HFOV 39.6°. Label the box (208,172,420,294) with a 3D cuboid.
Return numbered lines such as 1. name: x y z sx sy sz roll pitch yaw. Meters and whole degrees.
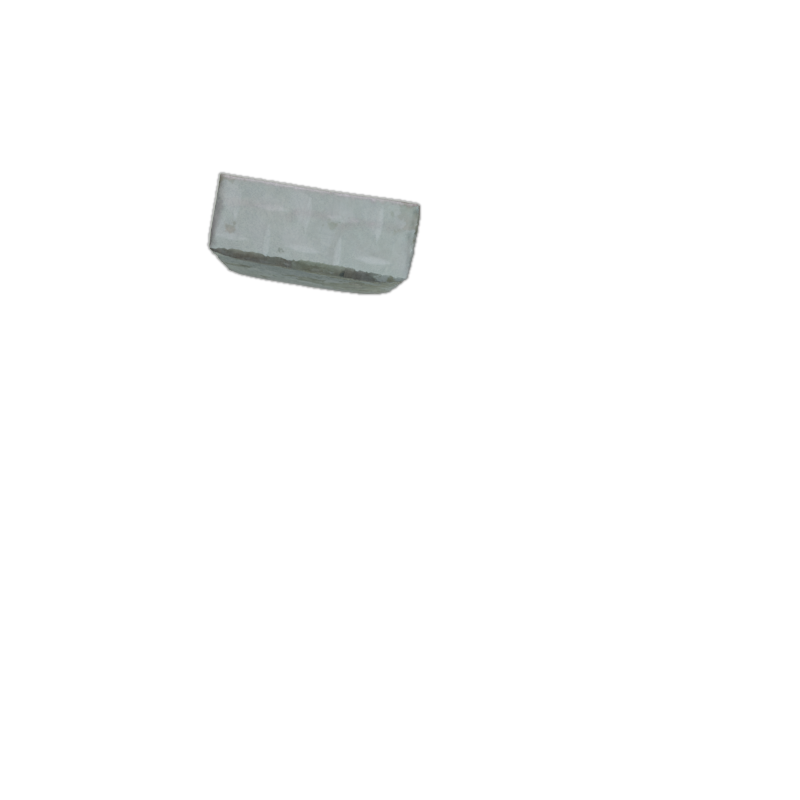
1. box: -0.077 -0.140 0.978 0.164 0.072 0.213 9 2 -3
